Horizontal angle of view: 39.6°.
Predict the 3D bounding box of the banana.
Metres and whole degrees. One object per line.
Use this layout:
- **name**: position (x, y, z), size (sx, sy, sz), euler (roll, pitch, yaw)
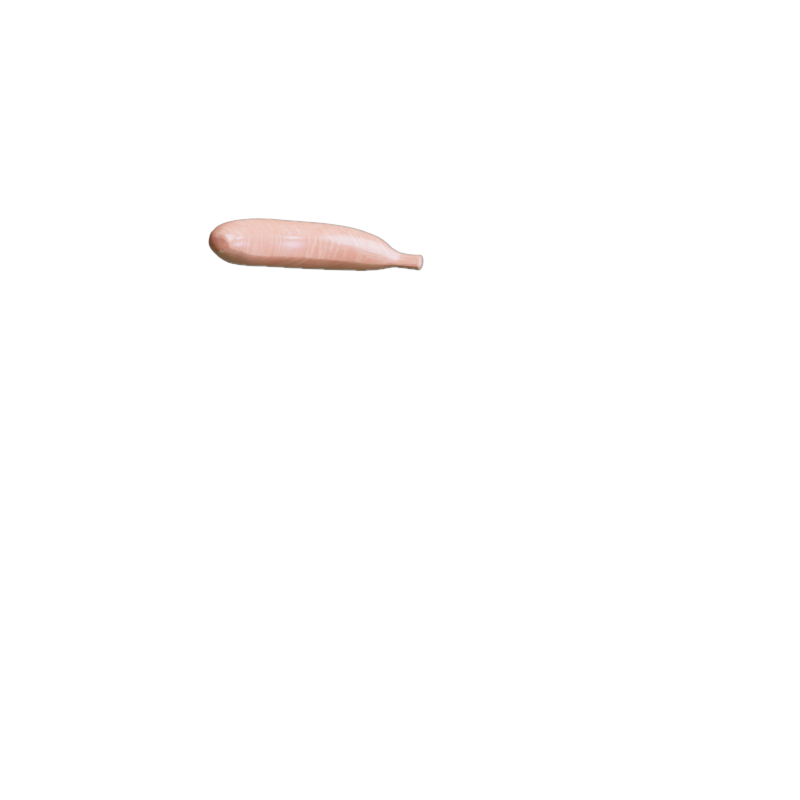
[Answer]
- **banana**: position (-0.074, -0.118, 0.833), size (0.190, 0.037, 0.072), euler (-3, 3, -41)
